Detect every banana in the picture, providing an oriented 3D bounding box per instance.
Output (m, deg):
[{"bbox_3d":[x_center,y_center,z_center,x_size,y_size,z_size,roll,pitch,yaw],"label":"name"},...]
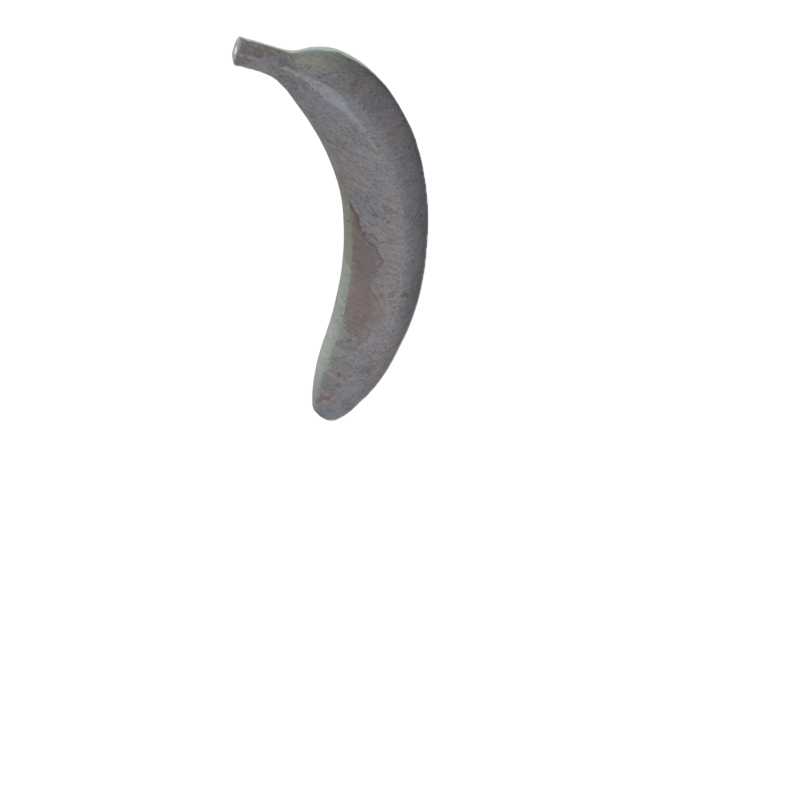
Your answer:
[{"bbox_3d":[-0.021,-0.077,0.492,0.070,0.185,0.039,-8,31,4],"label":"banana"}]
